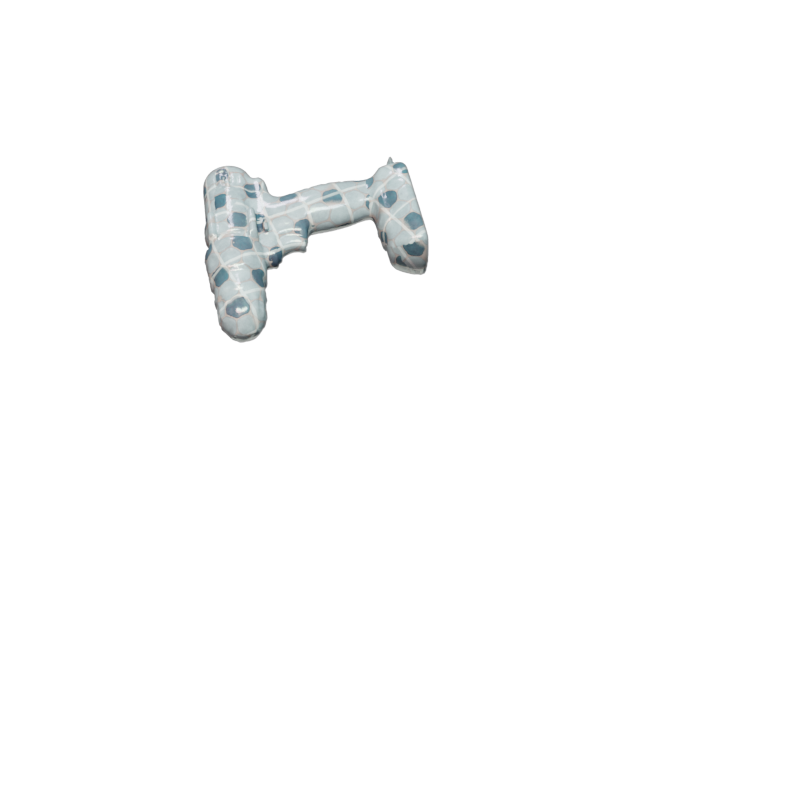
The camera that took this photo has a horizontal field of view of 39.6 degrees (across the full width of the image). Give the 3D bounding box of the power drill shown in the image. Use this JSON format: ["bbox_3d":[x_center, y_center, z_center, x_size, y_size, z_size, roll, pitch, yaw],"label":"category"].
[{"bbox_3d":[-0.074,-0.135,0.949,0.186,0.199,0.053,-7,-37,-6],"label":"power drill"}]
